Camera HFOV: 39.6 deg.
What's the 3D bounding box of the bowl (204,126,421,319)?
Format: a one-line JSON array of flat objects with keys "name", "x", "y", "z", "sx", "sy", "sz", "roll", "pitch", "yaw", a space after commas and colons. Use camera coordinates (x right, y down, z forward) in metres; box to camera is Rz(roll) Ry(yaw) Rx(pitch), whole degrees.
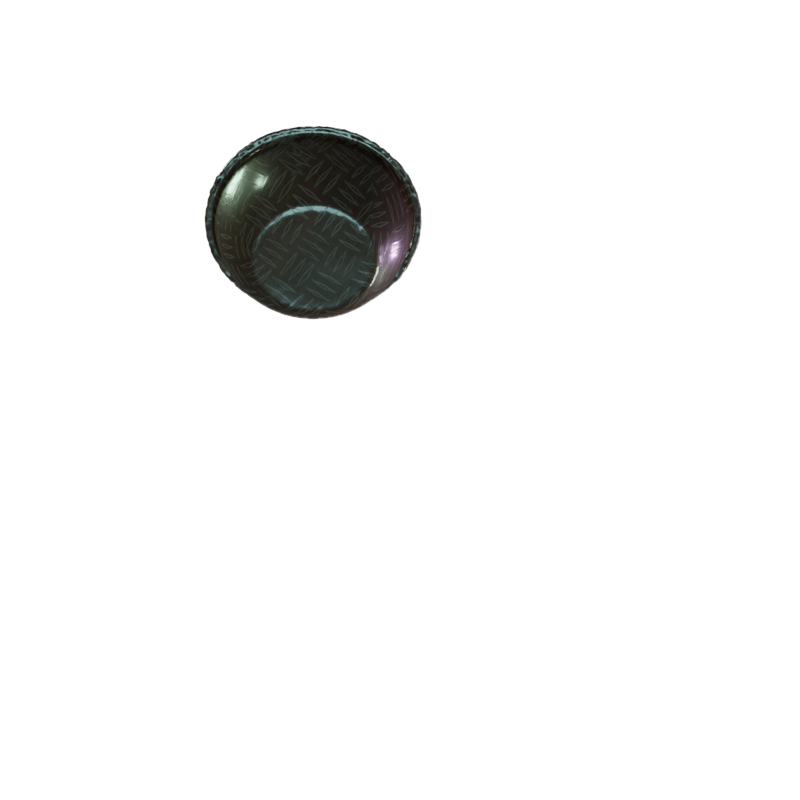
[{"name": "bowl", "x": -0.063, "y": -0.115, "z": 0.805, "sx": 0.162, "sy": 0.152, "sz": 0.059, "roll": 1, "pitch": 33, "yaw": -1}]
